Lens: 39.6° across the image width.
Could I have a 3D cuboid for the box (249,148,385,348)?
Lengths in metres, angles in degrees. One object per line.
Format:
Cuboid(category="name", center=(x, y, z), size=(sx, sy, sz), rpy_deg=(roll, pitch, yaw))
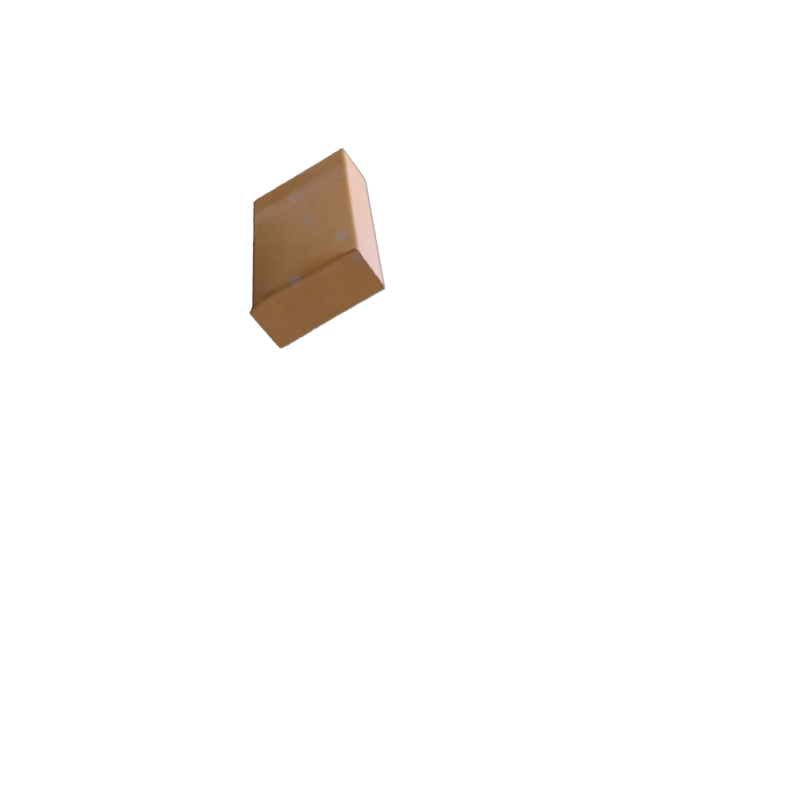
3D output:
Cuboid(category="box", center=(-0.066, -0.121, 0.850), size=(0.093, 0.045, 0.188), rpy_deg=(-29, 30, 14))
